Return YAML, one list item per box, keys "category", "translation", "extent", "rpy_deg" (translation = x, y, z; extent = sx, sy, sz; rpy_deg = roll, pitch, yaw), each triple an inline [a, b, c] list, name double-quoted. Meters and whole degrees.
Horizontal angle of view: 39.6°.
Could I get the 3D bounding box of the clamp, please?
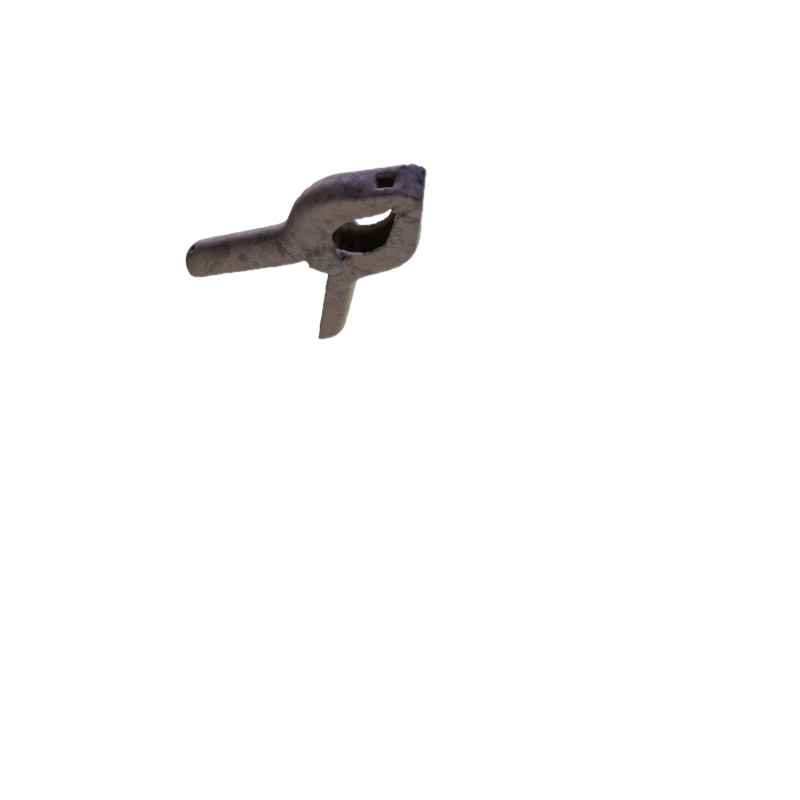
- category: "clamp"
  translation: [-0.053, -0.097, 0.681]
  extent: [0.115, 0.042, 0.168]
  rpy_deg: [17, -35, -26]
